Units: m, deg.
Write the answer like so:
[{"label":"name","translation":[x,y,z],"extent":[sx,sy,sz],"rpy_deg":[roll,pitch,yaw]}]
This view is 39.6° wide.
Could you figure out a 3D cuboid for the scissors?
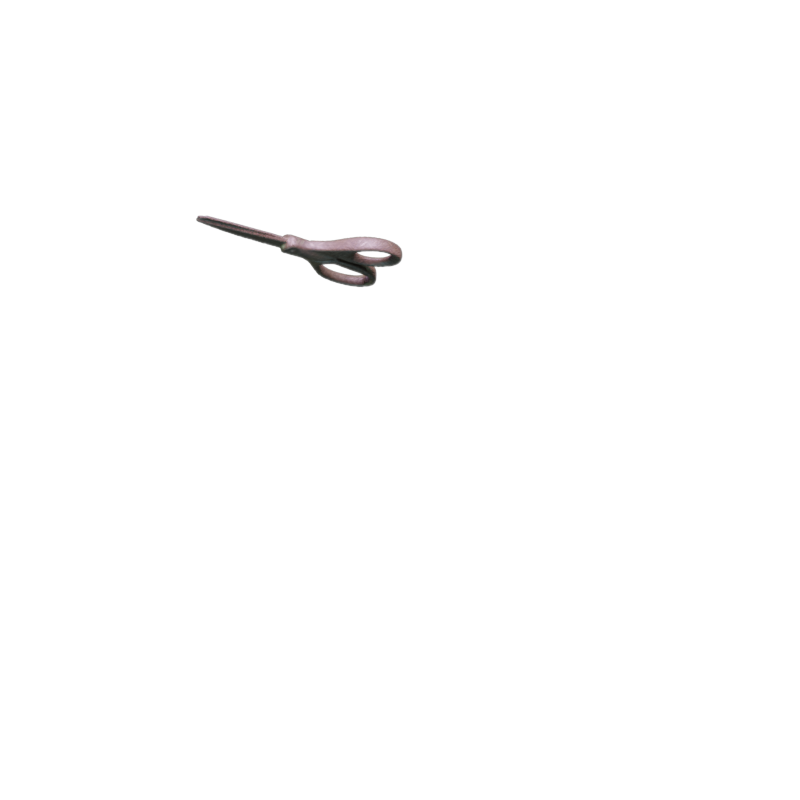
[{"label":"scissors","translation":[-0.078,-0.142,0.996],"extent":[0.098,0.017,0.189],"rpy_deg":[-15,-24,37]}]
